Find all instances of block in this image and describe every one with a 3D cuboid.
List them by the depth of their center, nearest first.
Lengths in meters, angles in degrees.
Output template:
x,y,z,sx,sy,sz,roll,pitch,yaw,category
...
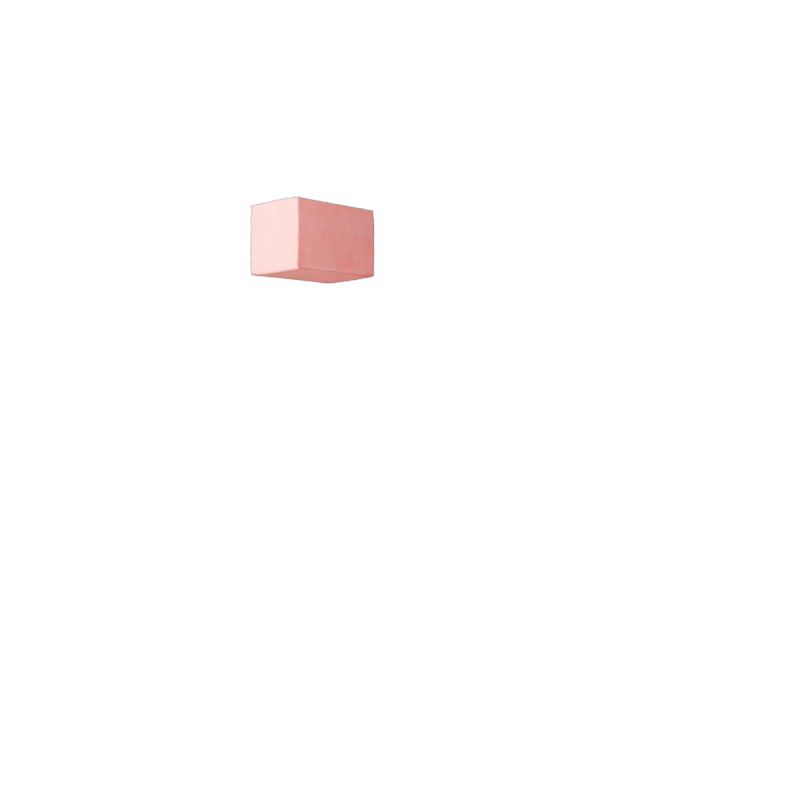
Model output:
x,y,z,sx,sy,sz,roll,pitch,yaw,category
-0.063,-0.114,0.801,0.054,0.052,0.074,-5,-6,44,block
